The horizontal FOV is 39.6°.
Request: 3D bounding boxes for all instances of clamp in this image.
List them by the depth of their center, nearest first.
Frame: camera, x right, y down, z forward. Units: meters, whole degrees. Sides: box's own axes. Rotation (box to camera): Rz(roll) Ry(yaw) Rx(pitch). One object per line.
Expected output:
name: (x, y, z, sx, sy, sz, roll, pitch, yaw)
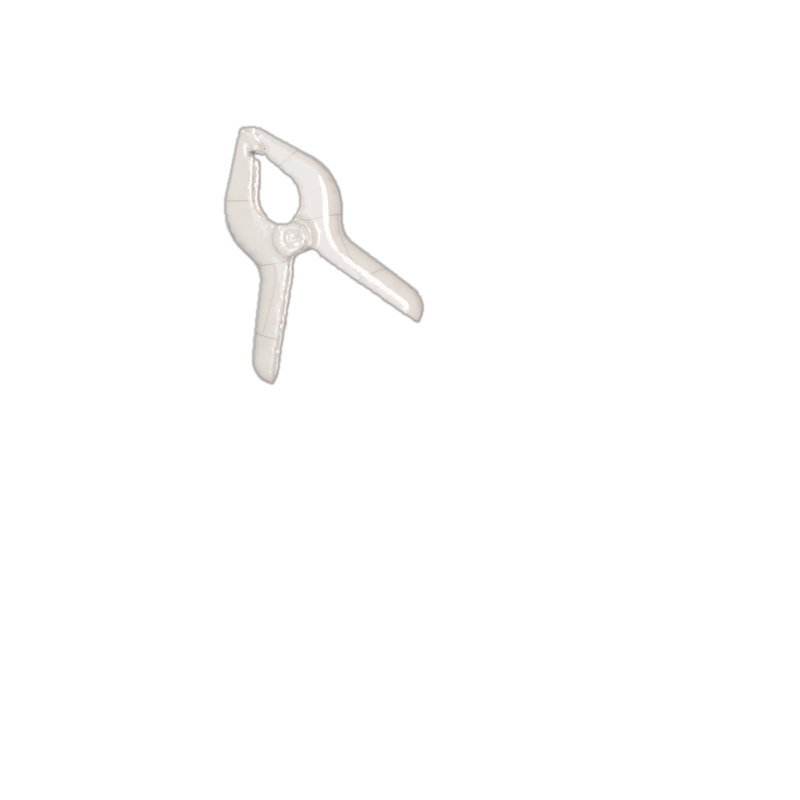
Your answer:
clamp: (-0.059, -0.107, 0.748, 0.120, 0.172, 0.039, -15, -1, 0)
